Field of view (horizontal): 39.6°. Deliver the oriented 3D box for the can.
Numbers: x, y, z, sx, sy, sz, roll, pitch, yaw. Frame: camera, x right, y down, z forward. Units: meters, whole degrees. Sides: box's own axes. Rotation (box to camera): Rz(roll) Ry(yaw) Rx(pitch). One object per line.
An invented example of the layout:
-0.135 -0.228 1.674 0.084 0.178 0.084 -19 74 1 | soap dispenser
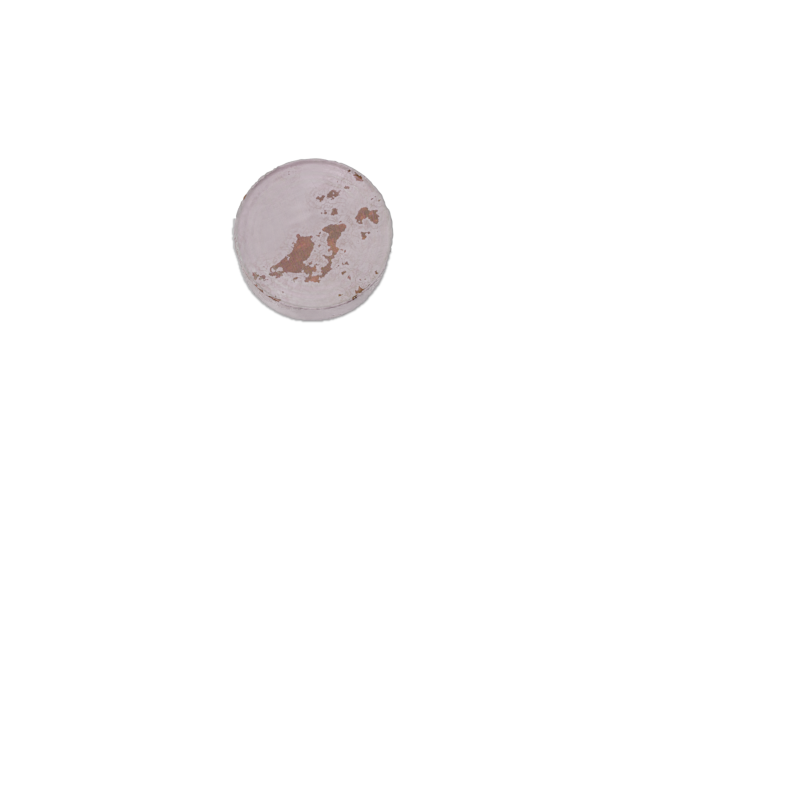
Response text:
-0.048 -0.087 0.609 0.086 0.089 0.032 -1 -17 -1 | can
